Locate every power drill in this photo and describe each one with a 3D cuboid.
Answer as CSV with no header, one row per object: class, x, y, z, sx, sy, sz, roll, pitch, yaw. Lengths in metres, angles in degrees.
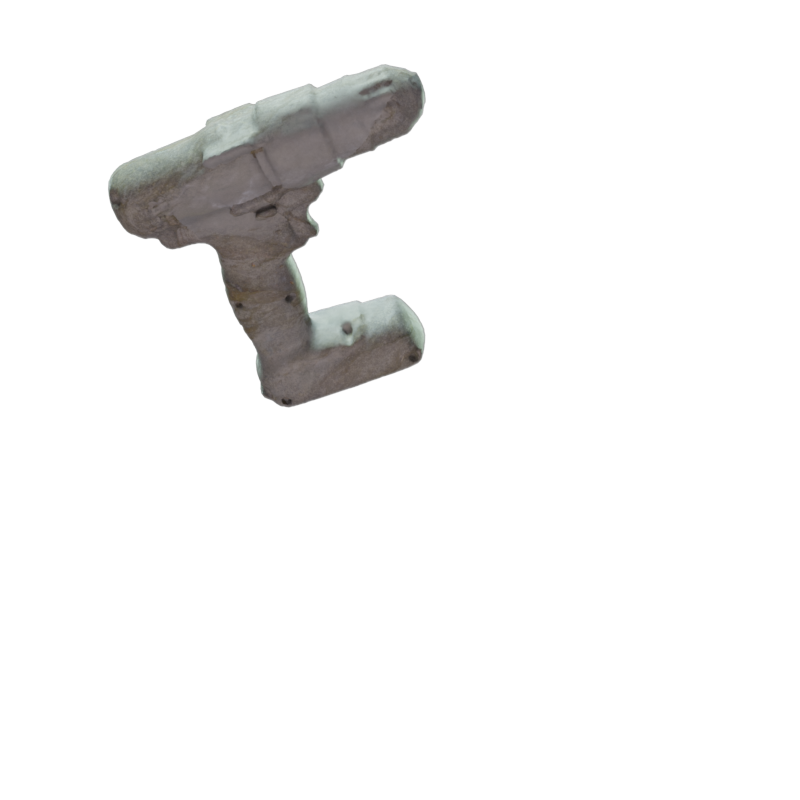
power drill,-0.051,-0.092,0.646,0.185,0.174,0.061,-18,34,12
